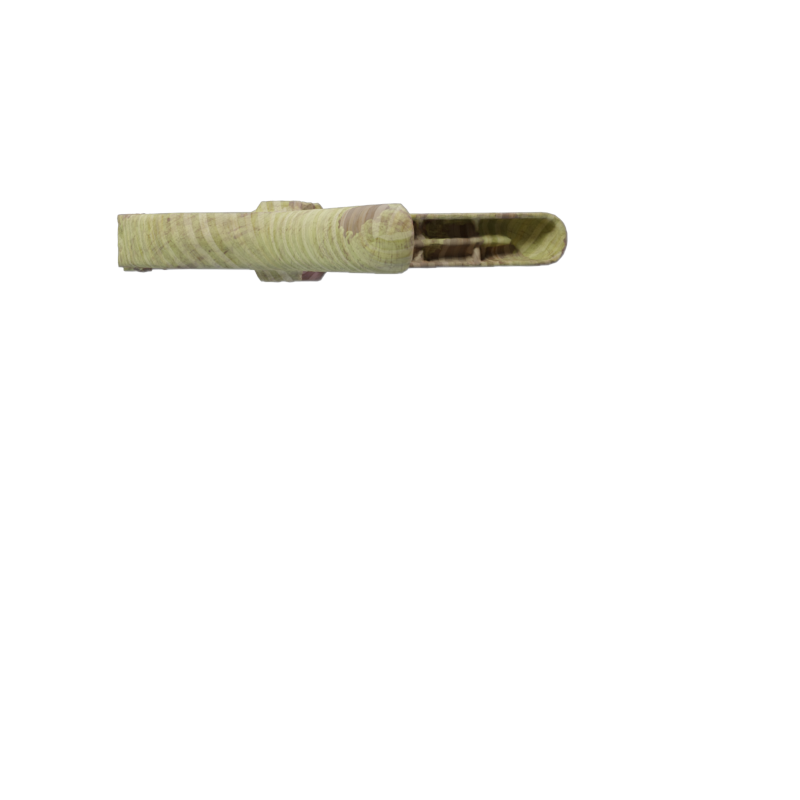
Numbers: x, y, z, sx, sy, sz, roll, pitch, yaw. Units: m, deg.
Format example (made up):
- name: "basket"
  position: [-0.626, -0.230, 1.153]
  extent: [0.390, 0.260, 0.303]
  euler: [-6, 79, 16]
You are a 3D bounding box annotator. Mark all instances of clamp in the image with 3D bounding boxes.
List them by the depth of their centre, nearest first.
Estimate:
- name: "clamp"
  position: [-0.039, -0.072, 0.502]
  extent: [0.218, 0.036, 0.159]
  euler: [5, 8, 37]
